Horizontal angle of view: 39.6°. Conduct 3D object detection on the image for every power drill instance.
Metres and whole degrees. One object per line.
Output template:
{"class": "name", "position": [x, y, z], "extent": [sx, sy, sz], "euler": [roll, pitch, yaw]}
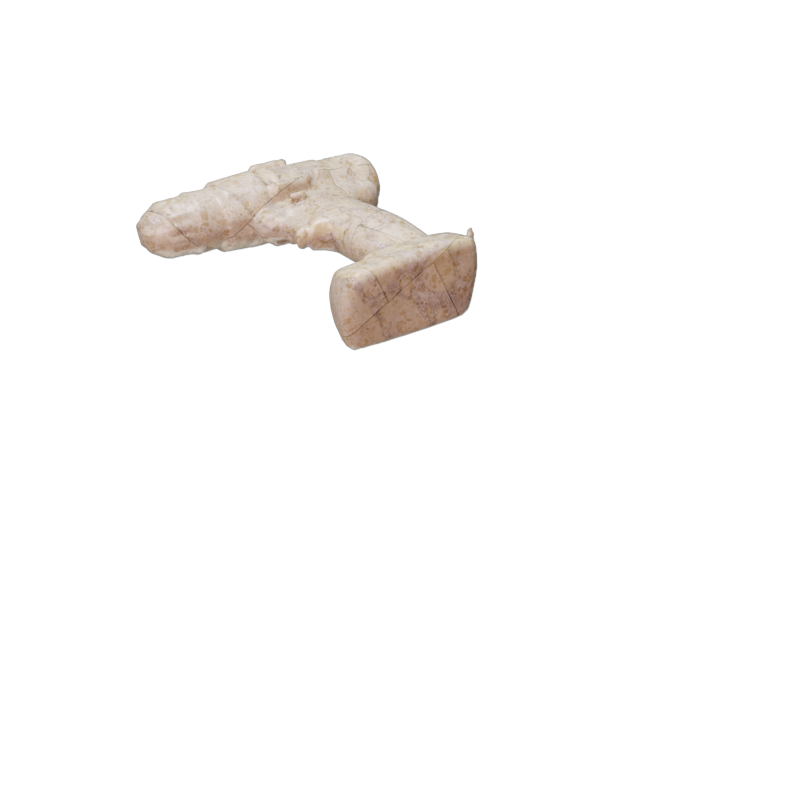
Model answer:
{"class": "power drill", "position": [-0.057, -0.104, 0.725], "extent": [0.182, 0.054, 0.202], "euler": [-21, 39, -28]}
